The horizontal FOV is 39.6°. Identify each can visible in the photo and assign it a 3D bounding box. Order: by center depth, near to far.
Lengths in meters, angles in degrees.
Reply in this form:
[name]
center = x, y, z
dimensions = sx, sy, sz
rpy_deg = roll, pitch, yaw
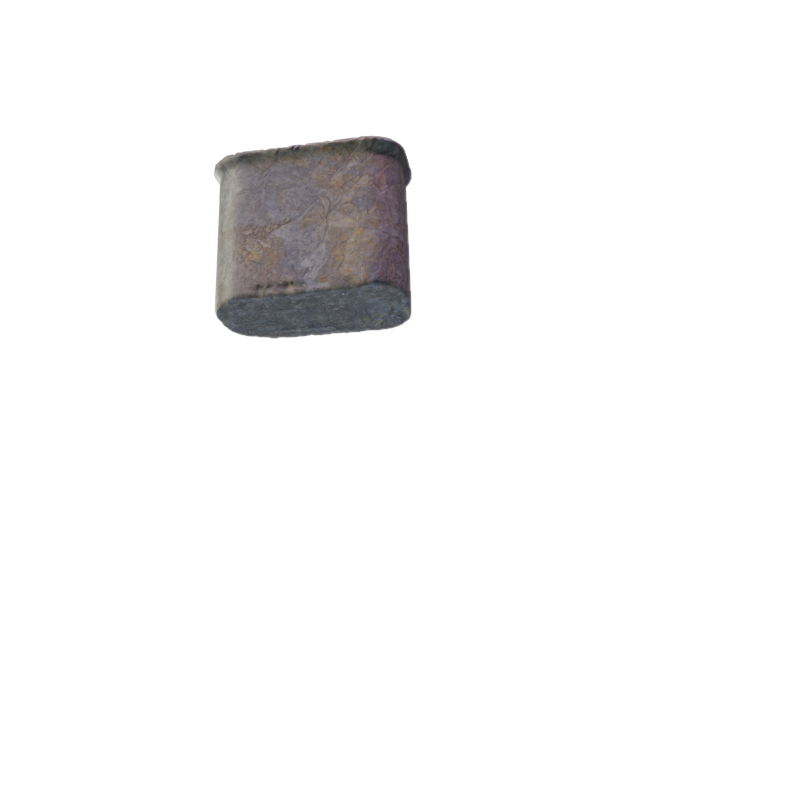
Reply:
[can]
center = -0.045, -0.081, 0.567
dimensions = 0.103, 0.089, 0.054
rpy_deg = -5, -25, 10
